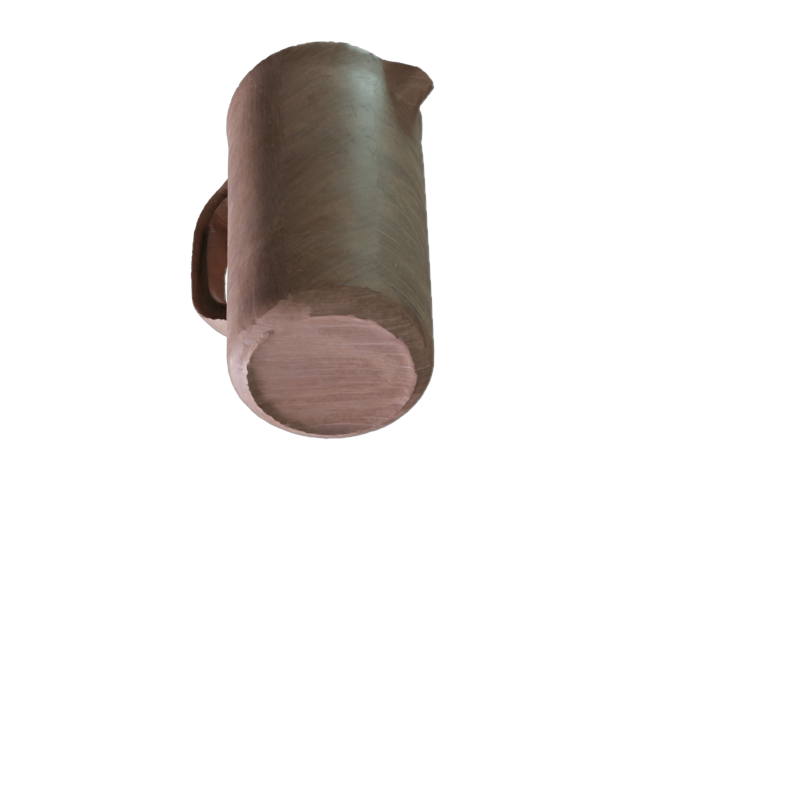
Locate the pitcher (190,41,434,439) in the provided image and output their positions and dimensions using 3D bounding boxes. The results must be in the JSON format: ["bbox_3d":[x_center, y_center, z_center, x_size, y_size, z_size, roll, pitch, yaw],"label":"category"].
[{"bbox_3d":[-0.052,-0.095,0.664,0.143,0.140,0.261,6,42,-9],"label":"pitcher"}]
